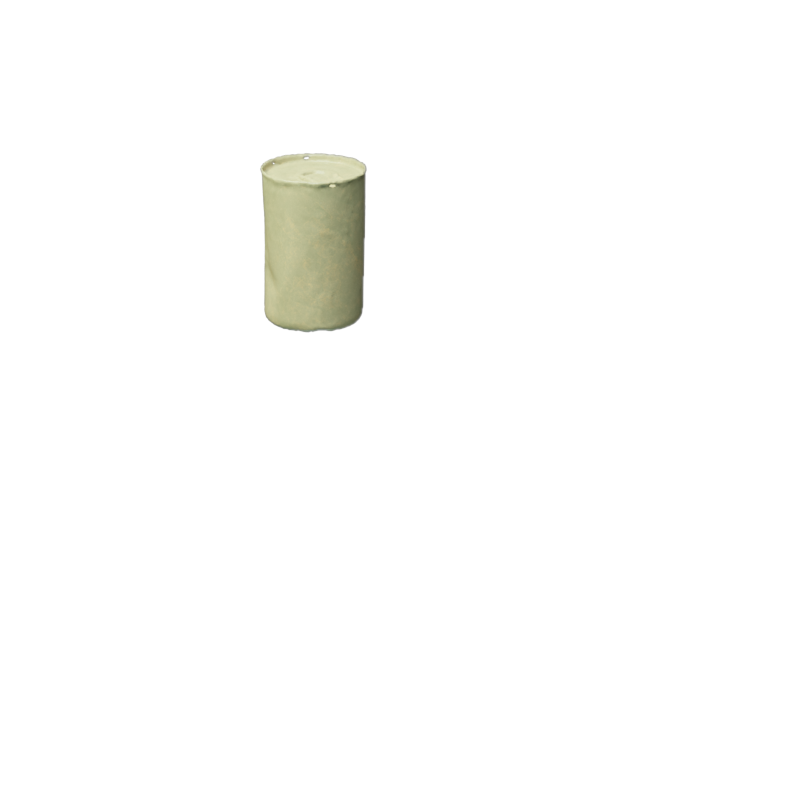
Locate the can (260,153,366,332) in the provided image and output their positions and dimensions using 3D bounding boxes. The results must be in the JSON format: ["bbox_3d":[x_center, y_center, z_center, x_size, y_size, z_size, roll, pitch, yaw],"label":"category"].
[{"bbox_3d":[-0.057,-0.103,0.723,0.068,0.098,0.072,0,22,-2],"label":"can"}]
